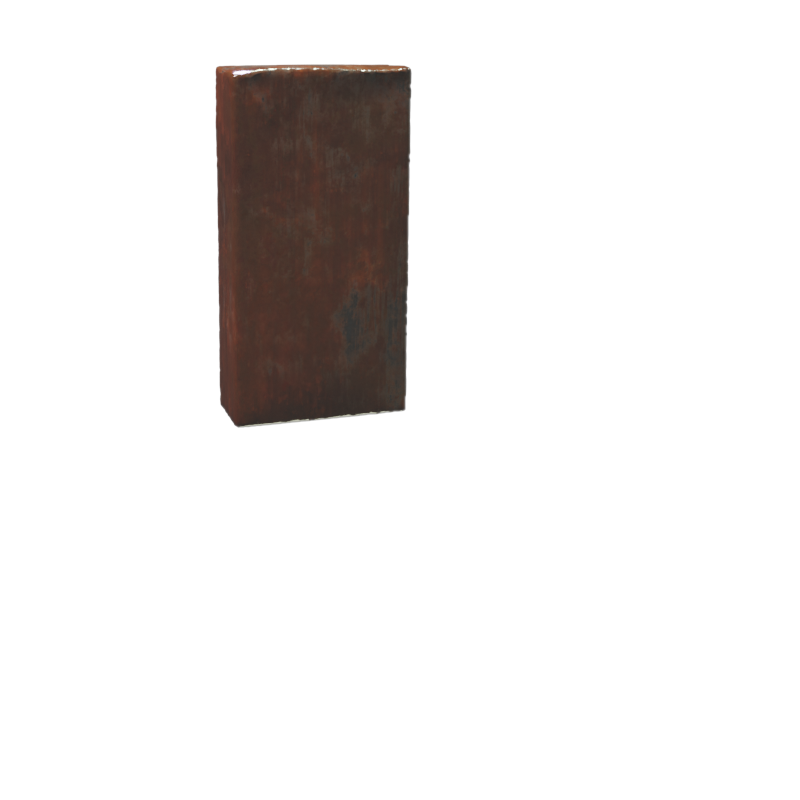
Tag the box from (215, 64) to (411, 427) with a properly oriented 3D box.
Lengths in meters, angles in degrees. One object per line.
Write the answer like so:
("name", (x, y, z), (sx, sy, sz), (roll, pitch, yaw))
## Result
("box", (-0.044, -0.080, 0.559), (0.091, 0.171, 0.051), (-4, 15, -18))
